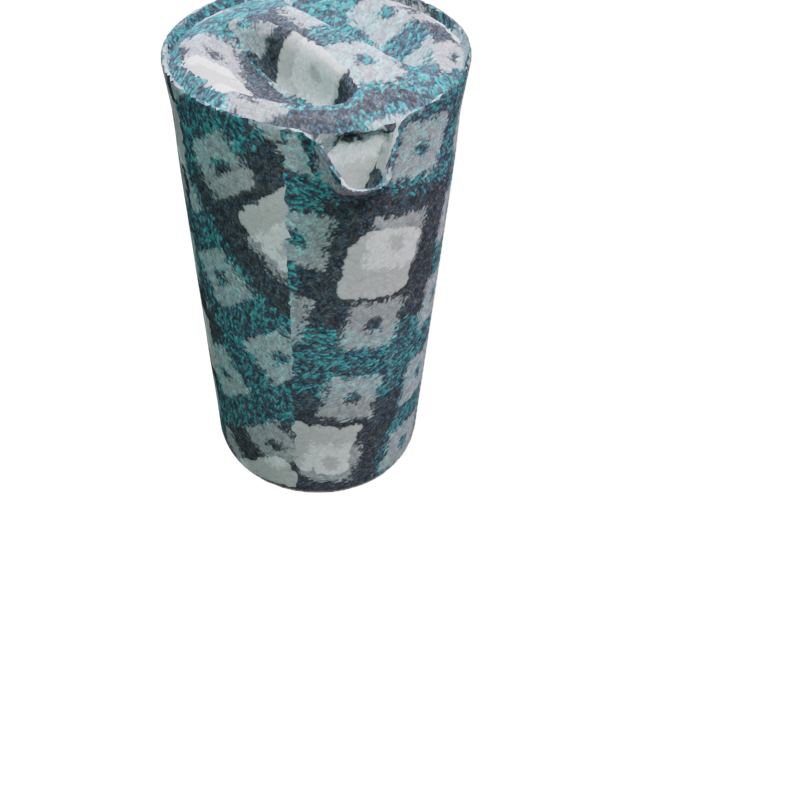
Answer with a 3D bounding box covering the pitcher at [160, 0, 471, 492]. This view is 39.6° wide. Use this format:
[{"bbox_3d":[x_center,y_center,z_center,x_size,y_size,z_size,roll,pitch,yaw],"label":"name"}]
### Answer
[{"bbox_3d":[-0.043,-0.079,0.554,0.151,0.227,0.153,21,44,19],"label":"pitcher"}]
